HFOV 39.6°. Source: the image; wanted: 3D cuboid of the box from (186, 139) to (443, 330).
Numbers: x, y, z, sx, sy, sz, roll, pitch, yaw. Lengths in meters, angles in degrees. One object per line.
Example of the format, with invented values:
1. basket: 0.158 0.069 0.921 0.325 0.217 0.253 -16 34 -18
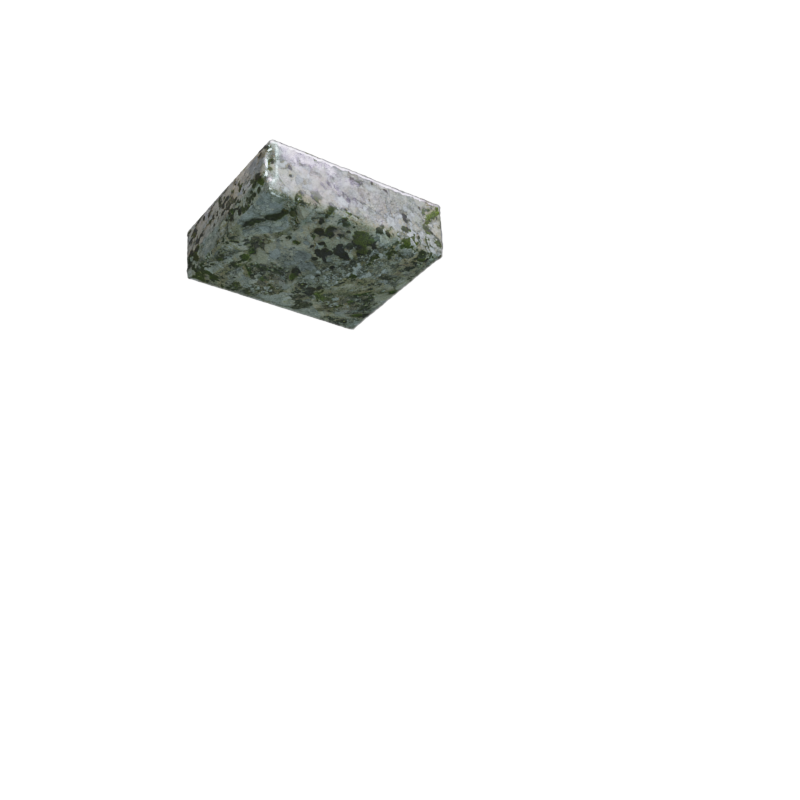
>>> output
1. box: -0.047 -0.086 0.601 0.108 0.042 0.088 19 -37 -29
